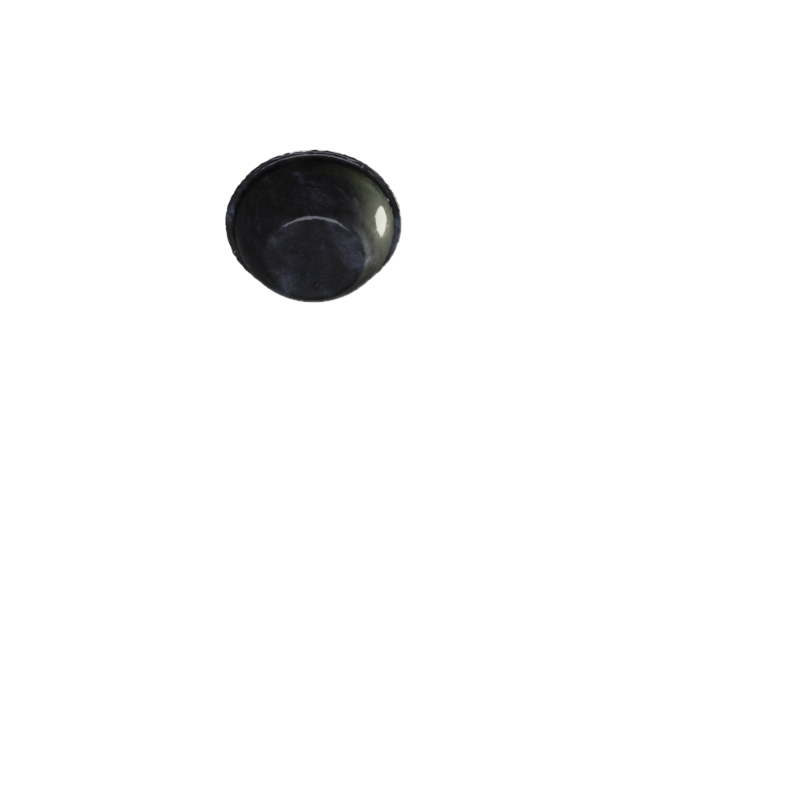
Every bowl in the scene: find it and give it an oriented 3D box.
[{"bbox_3d":[-0.078,-0.142,0.996,0.162,0.151,0.059,1,37,-1],"label":"bowl"}]
